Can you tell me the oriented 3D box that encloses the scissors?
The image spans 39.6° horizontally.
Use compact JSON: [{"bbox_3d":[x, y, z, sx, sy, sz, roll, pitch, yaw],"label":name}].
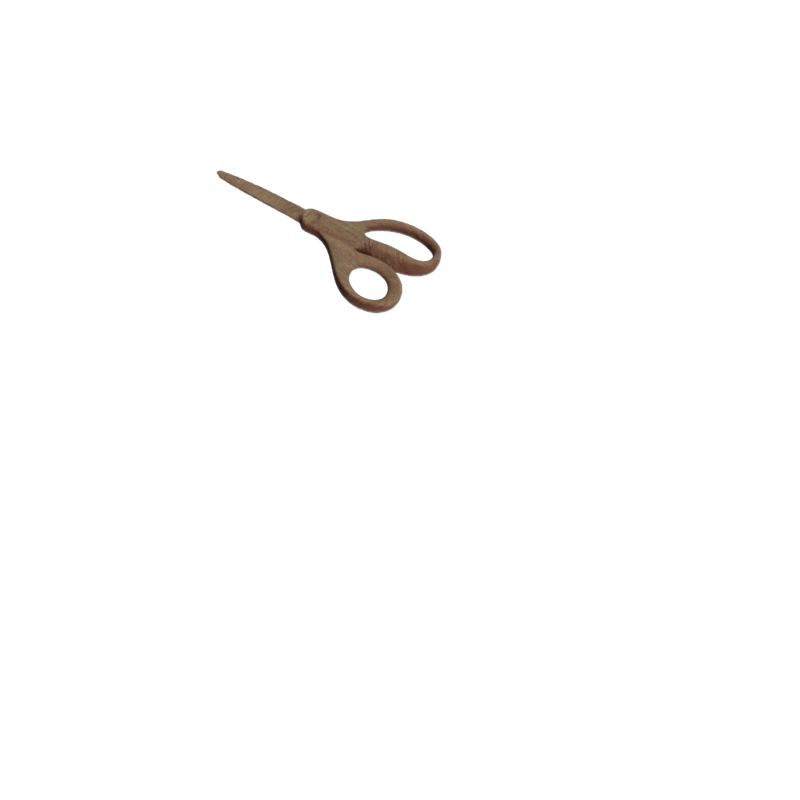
[{"bbox_3d":[-0.069,-0.126,0.885,0.206,0.101,0.015,15,-35,11],"label":"scissors"}]
